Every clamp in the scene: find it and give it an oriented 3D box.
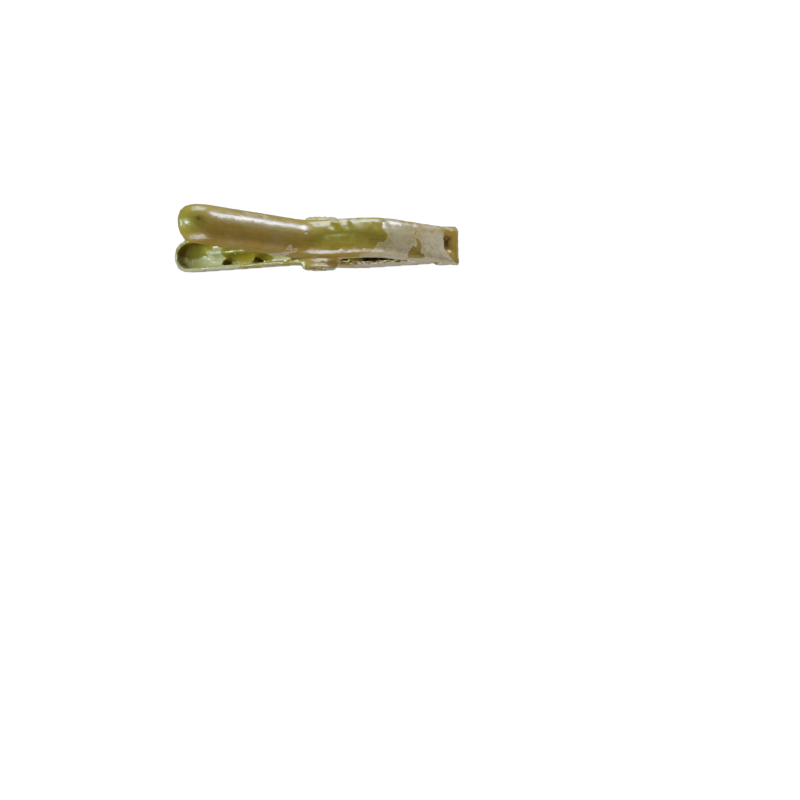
[{"bbox_3d":[-0.061,-0.111,0.778,0.209,0.037,0.163,0,0,-2],"label":"clamp"}]
